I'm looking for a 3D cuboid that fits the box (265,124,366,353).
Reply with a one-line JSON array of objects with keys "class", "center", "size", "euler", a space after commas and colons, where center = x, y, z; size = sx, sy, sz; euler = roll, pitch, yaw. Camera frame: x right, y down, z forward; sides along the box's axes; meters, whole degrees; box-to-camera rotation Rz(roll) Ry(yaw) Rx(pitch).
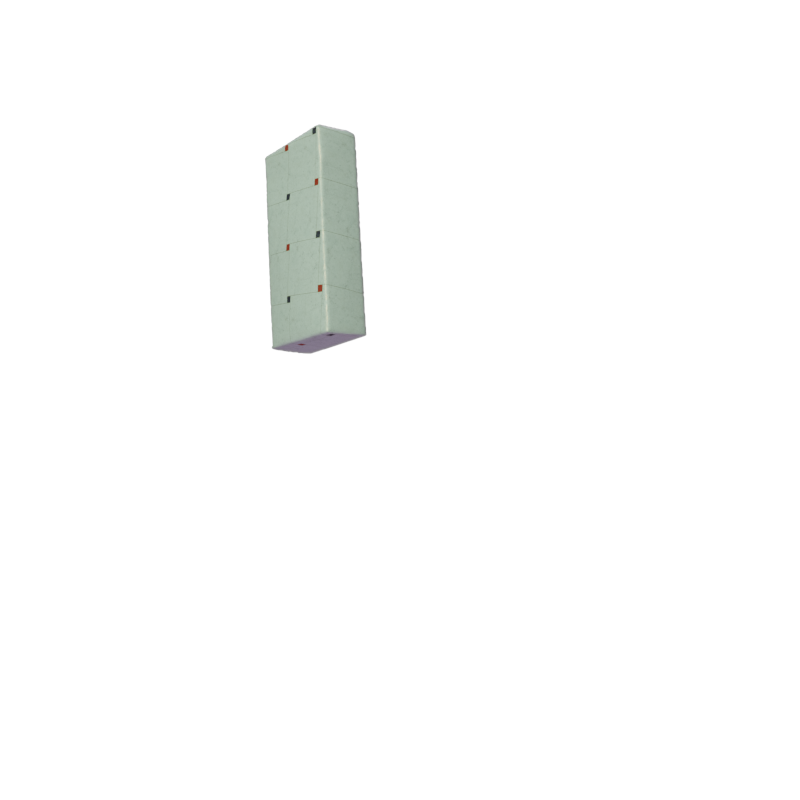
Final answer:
[{"class": "box", "center": [-0.073, -0.134, 0.937], "size": [0.046, 0.183, 0.094], "euler": [9, -18, -34]}]
